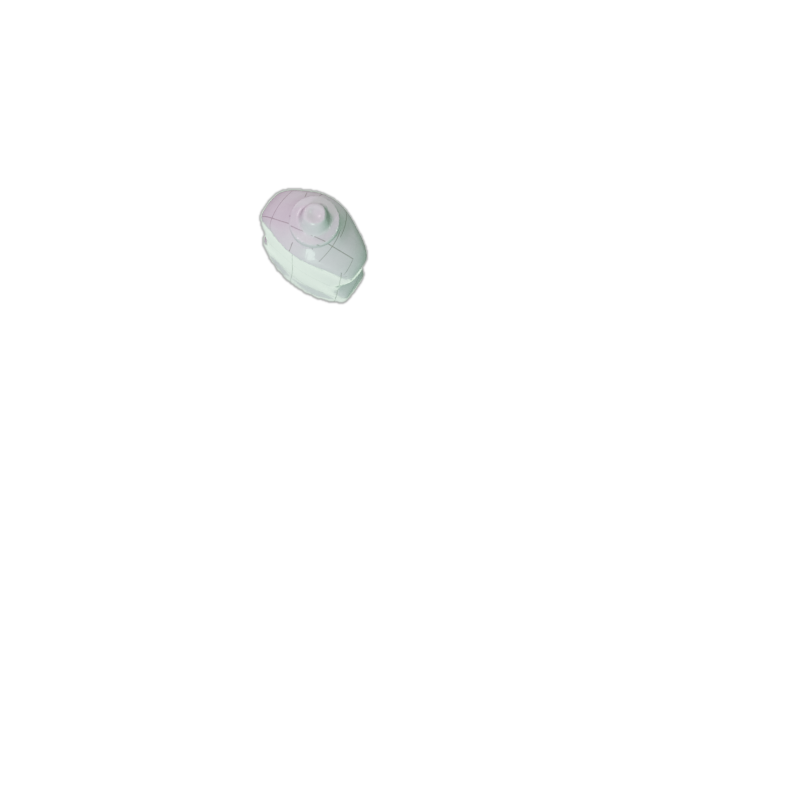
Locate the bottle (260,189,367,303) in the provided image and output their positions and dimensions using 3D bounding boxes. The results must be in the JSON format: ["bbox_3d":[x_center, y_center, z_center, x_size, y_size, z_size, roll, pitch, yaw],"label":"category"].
[{"bbox_3d":[-0.074,-0.135,0.945,0.097,0.059,0.188,38,-7,1],"label":"bottle"}]
